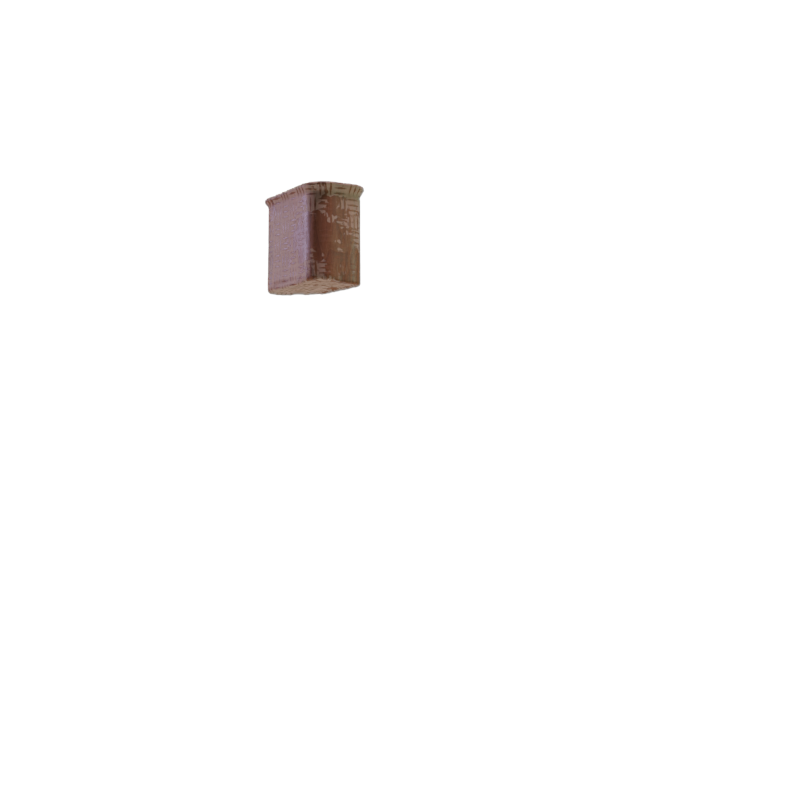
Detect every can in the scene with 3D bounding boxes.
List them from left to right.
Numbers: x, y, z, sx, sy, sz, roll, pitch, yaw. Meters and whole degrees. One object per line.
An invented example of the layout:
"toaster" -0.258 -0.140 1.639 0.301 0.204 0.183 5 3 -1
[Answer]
"can" -0.075 -0.136 0.956 0.055 0.085 0.104 4 -7 -32
